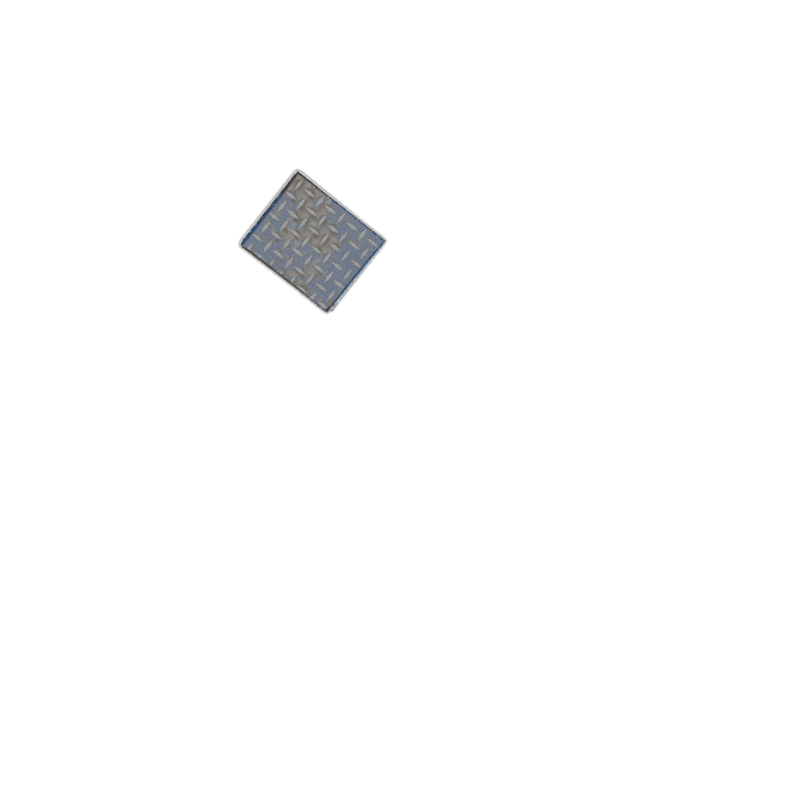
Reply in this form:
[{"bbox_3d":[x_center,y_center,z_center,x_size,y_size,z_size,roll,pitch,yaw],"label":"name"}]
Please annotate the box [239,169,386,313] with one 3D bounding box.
[{"bbox_3d":[-0.067,-0.122,0.855,0.088,0.073,0.031,38,5,-4],"label":"box"}]
